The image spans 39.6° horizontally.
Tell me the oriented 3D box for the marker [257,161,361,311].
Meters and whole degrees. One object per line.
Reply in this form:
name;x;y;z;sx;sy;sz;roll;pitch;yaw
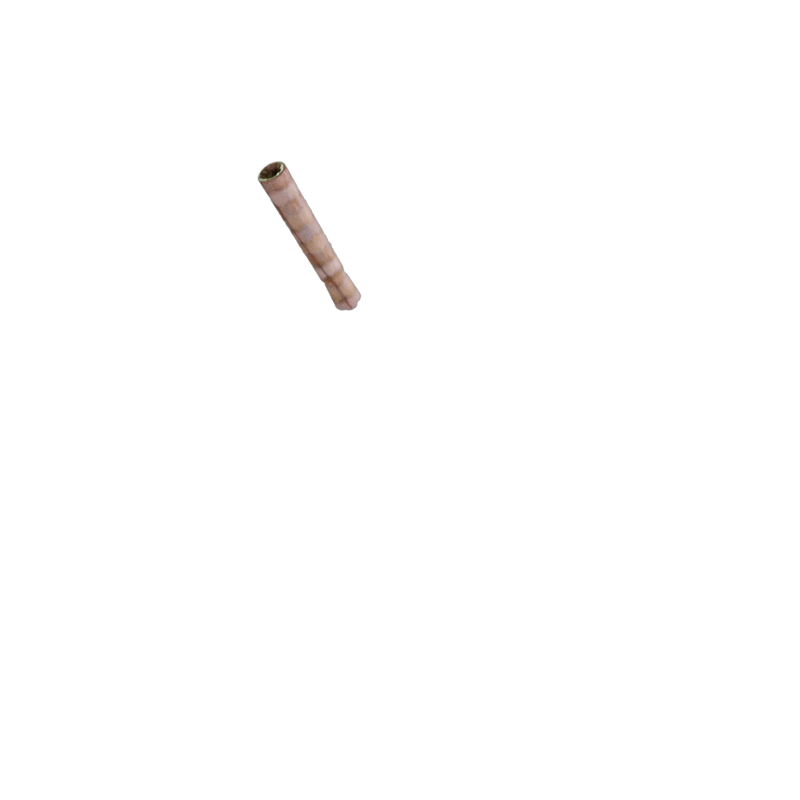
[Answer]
marker;-0.055;-0.099;0.697;0.020;0.021;0.112;2;-41;34
